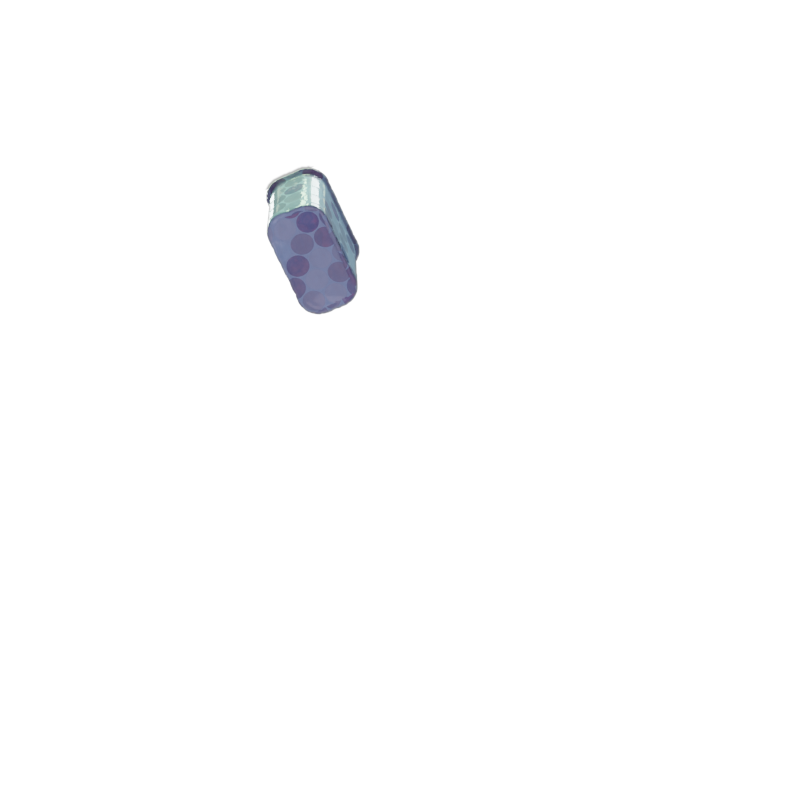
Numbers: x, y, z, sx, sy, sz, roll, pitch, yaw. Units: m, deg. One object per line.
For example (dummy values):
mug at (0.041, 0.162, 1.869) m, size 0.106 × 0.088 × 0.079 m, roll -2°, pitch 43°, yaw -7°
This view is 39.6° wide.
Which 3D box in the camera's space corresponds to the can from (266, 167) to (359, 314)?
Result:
can at (-0.073, -0.134, 0.938) m, size 0.058 × 0.096 × 0.089 m, roll -22°, pitch 25°, yaw 8°
